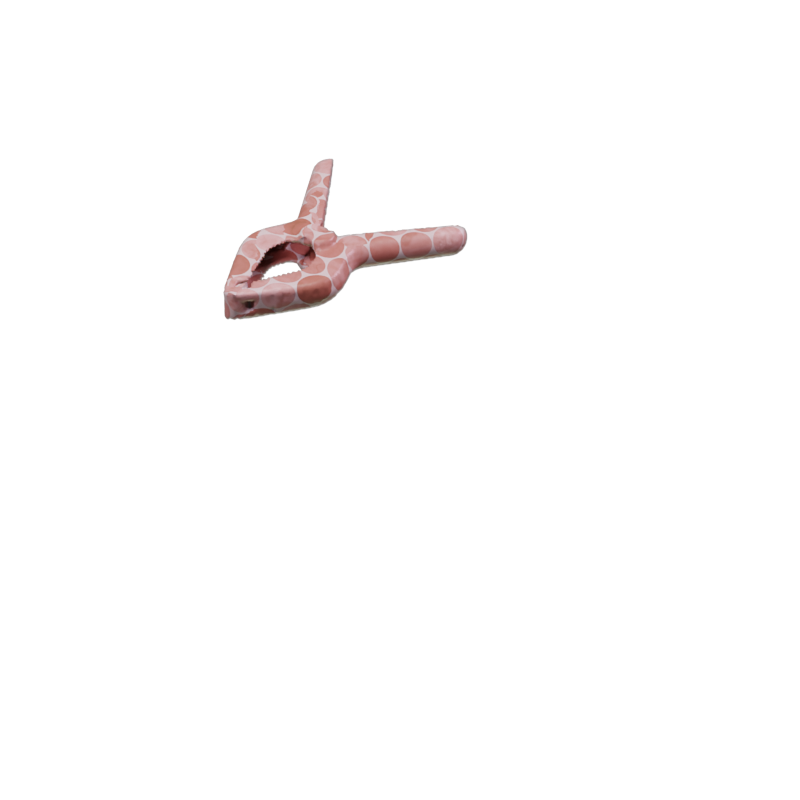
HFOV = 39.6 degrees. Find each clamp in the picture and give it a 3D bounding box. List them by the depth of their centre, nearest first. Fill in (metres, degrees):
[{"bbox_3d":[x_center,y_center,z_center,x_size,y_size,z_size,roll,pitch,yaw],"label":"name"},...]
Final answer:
[{"bbox_3d":[-0.072,-0.131,0.921,0.210,0.034,0.176,-31,50,-30],"label":"clamp"}]
